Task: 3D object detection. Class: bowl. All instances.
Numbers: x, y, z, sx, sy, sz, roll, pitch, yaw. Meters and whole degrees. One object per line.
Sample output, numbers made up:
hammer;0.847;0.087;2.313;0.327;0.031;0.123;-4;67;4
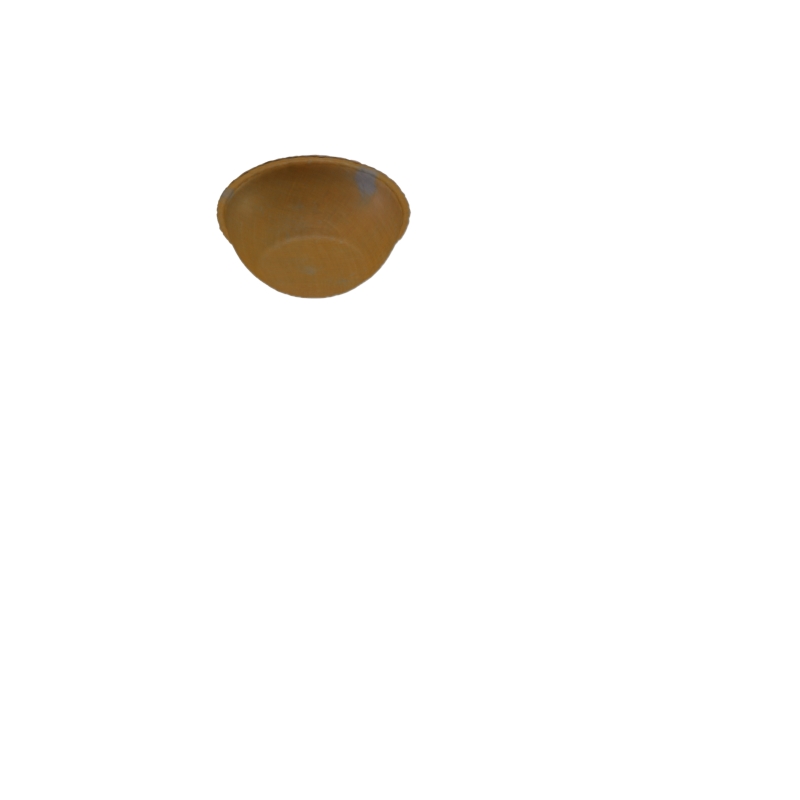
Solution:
bowl;-0.071;-0.130;0.911;0.162;0.059;0.152;1;-30;-2
